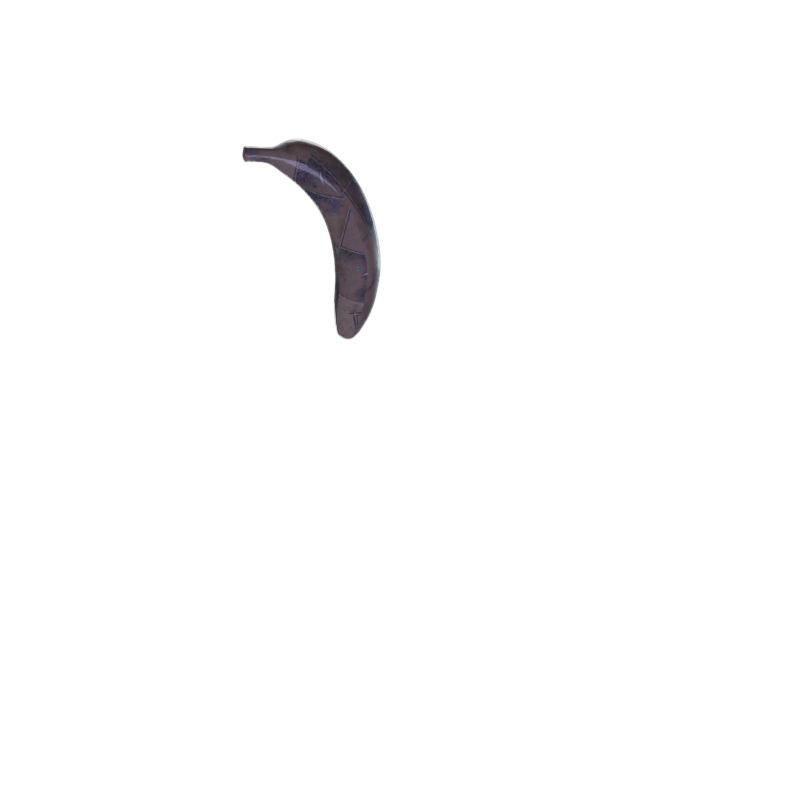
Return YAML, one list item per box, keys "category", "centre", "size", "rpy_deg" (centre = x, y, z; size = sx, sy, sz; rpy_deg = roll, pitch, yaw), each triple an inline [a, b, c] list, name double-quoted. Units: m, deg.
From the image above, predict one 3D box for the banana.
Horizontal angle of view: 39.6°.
- category: "banana"
  centre: [-0.053, -0.134, 0.875]
  size: [0.070, 0.184, 0.039]
  rpy_deg: [-20, 32, 12]
